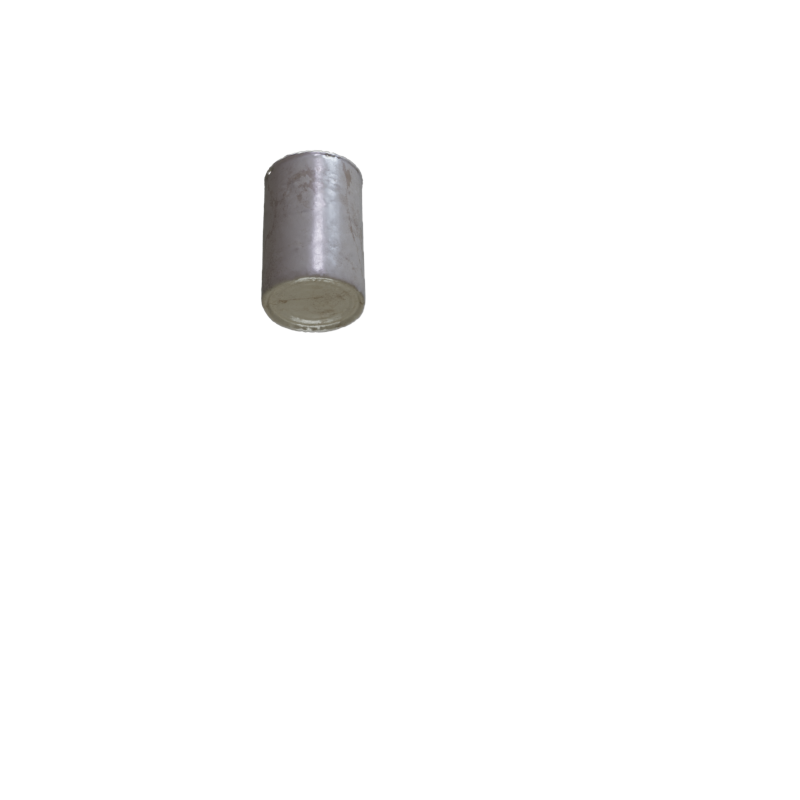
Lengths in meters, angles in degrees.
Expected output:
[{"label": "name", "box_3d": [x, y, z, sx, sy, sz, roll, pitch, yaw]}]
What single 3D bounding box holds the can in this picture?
[{"label": "can", "box_3d": [-0.057, -0.104, 0.730, 0.068, 0.109, 0.064, -1, -33, -2]}]
